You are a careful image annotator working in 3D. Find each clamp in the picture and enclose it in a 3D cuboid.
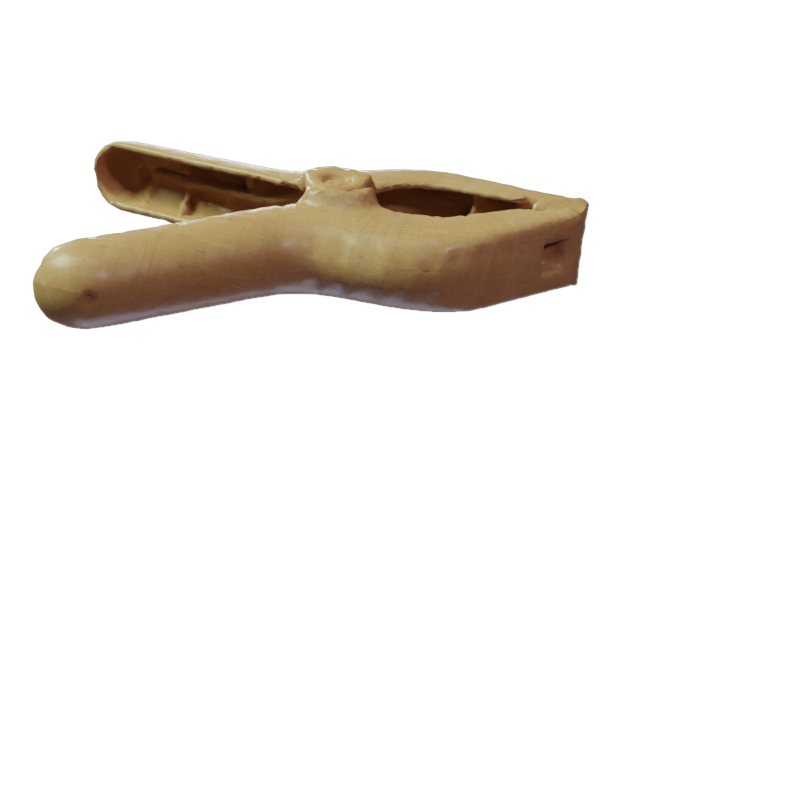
[{"bbox_3d":[-0.027,-0.049,0.344,0.173,0.037,0.127,3,33,5],"label":"clamp"}]
